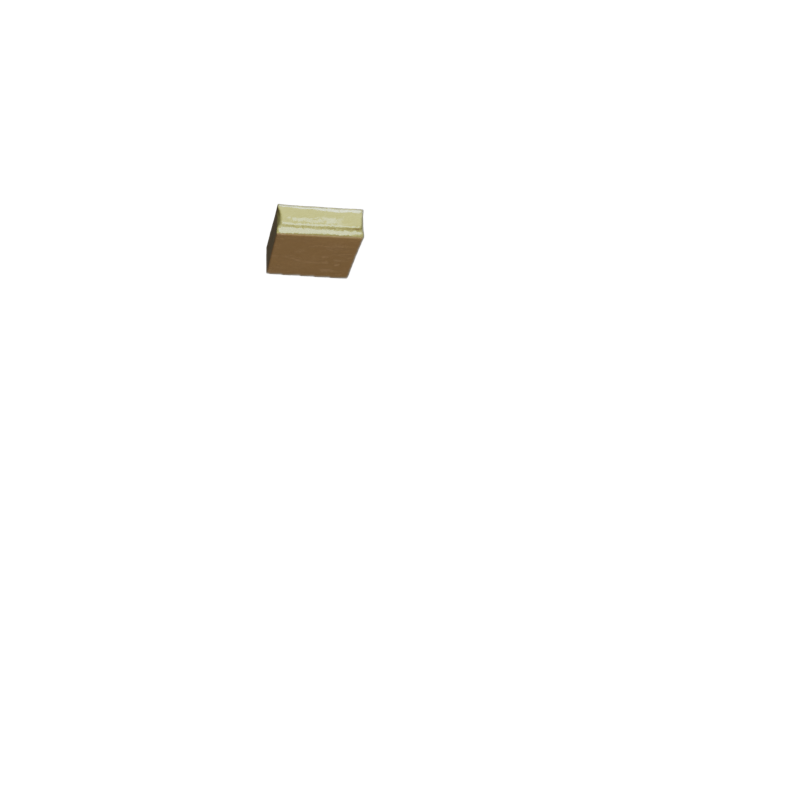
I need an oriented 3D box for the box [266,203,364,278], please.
[{"bbox_3d":[-0.073,-0.134,0.939,0.072,0.032,0.086,3,-19,-10],"label":"box"}]
